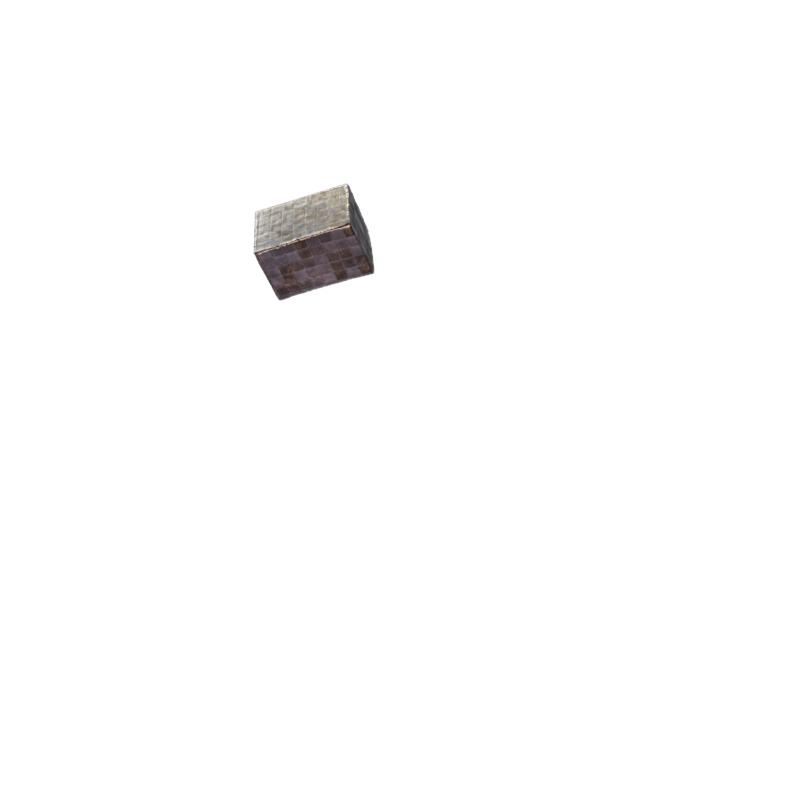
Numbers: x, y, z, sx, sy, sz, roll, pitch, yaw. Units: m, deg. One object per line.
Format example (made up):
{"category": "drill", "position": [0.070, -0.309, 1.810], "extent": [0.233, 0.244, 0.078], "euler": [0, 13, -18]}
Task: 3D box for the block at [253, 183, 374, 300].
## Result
{"category": "block", "position": [-0.065, -0.118, 0.829], "extent": [0.078, 0.055, 0.049], "euler": [-15, -47, 12]}
